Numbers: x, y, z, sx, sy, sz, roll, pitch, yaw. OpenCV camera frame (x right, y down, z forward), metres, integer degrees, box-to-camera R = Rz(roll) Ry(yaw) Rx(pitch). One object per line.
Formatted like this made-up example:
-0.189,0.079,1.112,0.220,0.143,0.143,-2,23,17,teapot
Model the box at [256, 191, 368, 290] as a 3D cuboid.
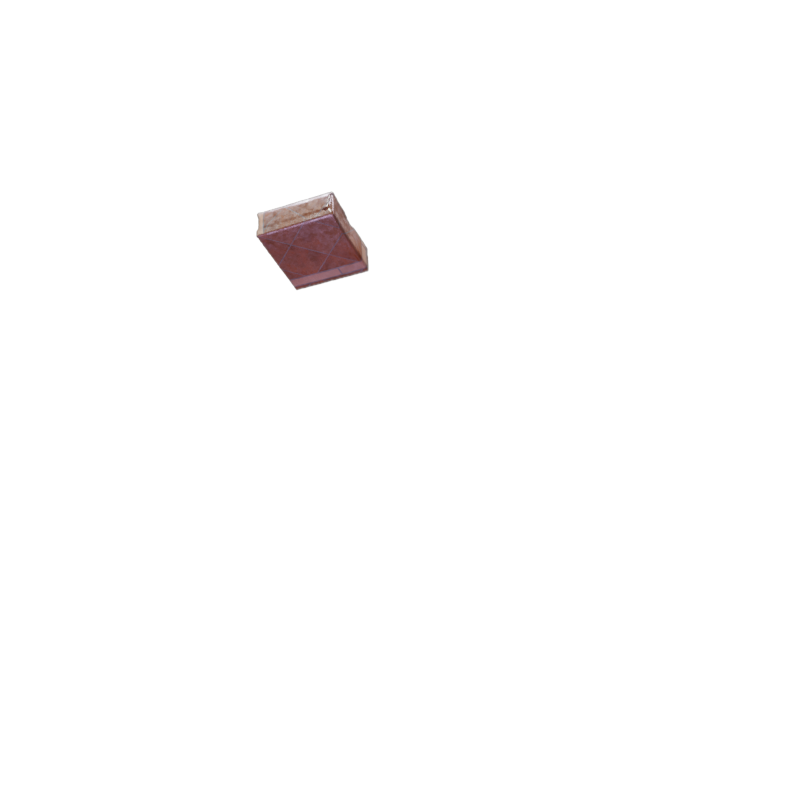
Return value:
-0.078,-0.142,0.991,0.074,0.032,0.082,-14,-38,17,box
